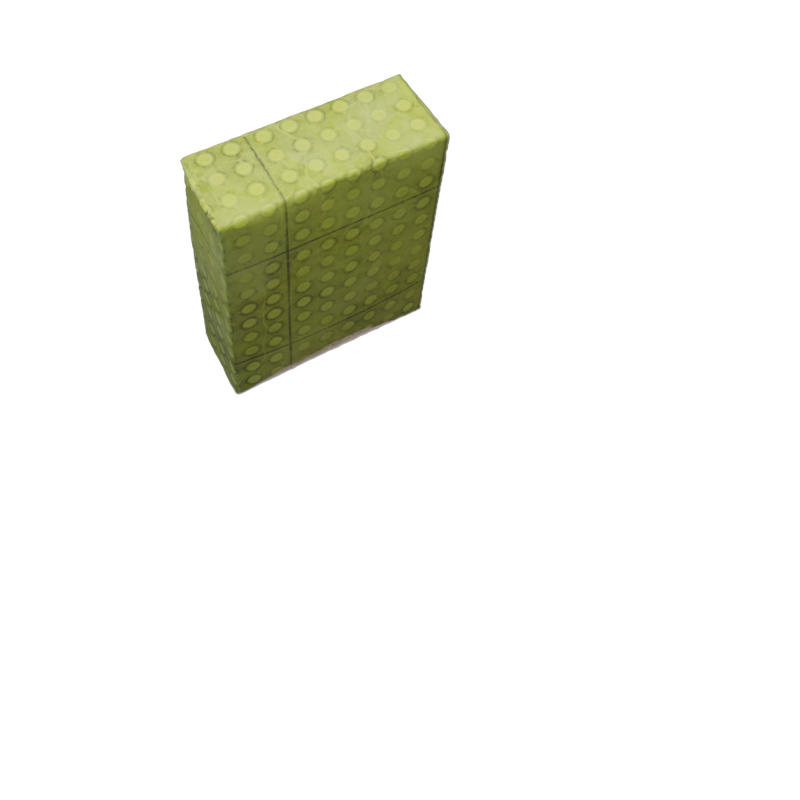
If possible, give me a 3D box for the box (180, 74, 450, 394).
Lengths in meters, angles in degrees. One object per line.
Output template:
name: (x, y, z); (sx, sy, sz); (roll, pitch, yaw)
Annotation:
box: (-0.061, -0.111, 0.779); (0.163, 0.077, 0.200); (-25, -26, -17)
